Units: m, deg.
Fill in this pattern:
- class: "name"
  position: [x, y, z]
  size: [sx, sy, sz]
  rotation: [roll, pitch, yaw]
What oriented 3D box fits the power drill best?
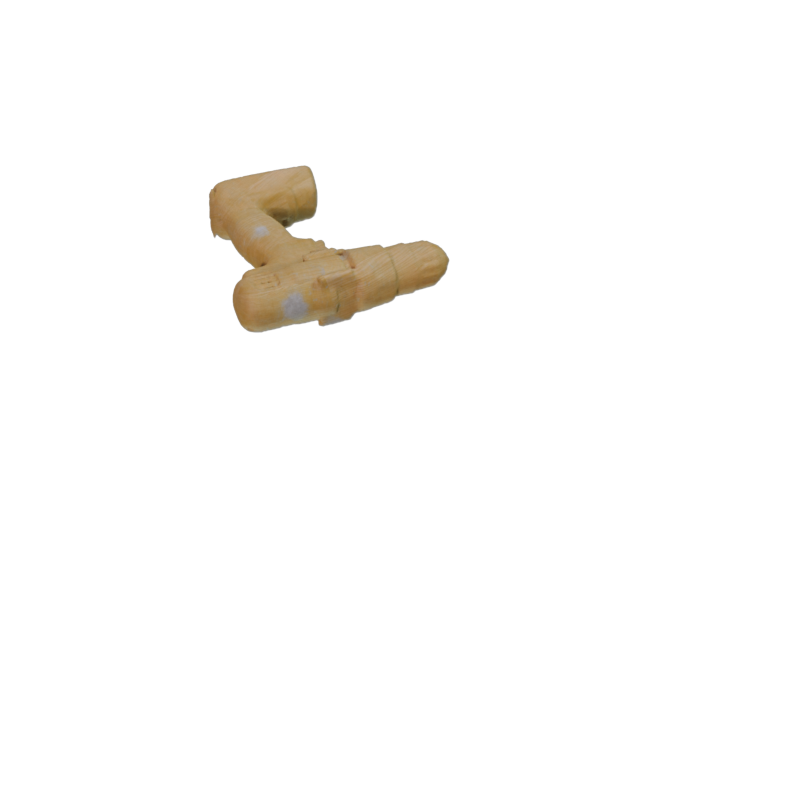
- class: "power drill"
  position: [-0.075, -0.136, 0.955]
  size: [0.182, 0.054, 0.203]
  rotation: [-14, 38, -19]
